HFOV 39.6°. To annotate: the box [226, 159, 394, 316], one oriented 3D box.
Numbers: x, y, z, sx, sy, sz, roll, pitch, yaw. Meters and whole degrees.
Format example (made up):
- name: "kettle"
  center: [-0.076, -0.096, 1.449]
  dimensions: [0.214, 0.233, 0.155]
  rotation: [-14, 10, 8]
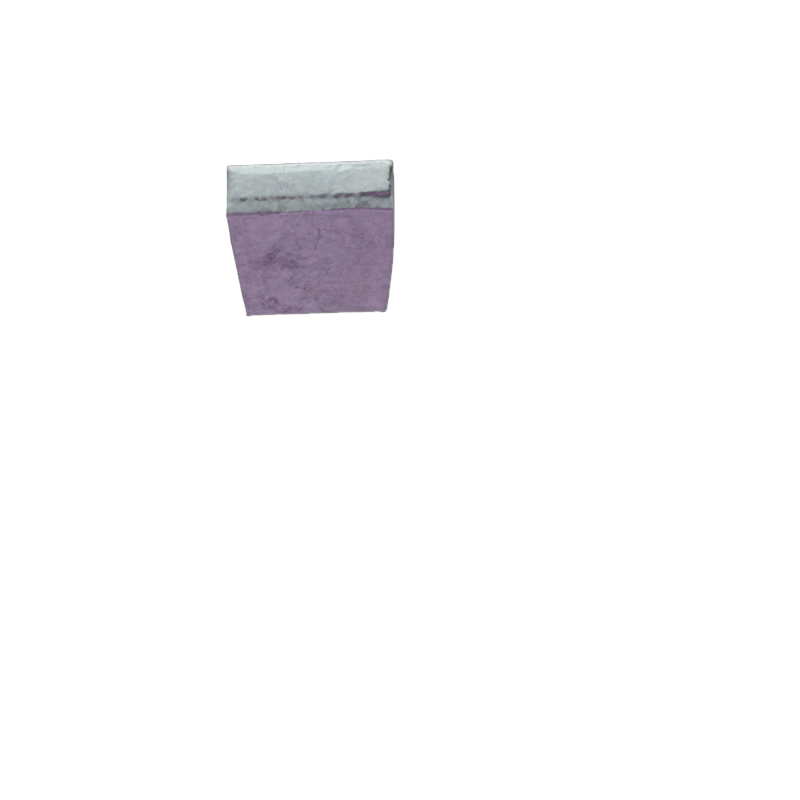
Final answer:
- name: "box"
  center: [-0.049, -0.090, 0.628]
  dimensions: [0.090, 0.041, 0.106]
  rotation: [0, -29, 0]
